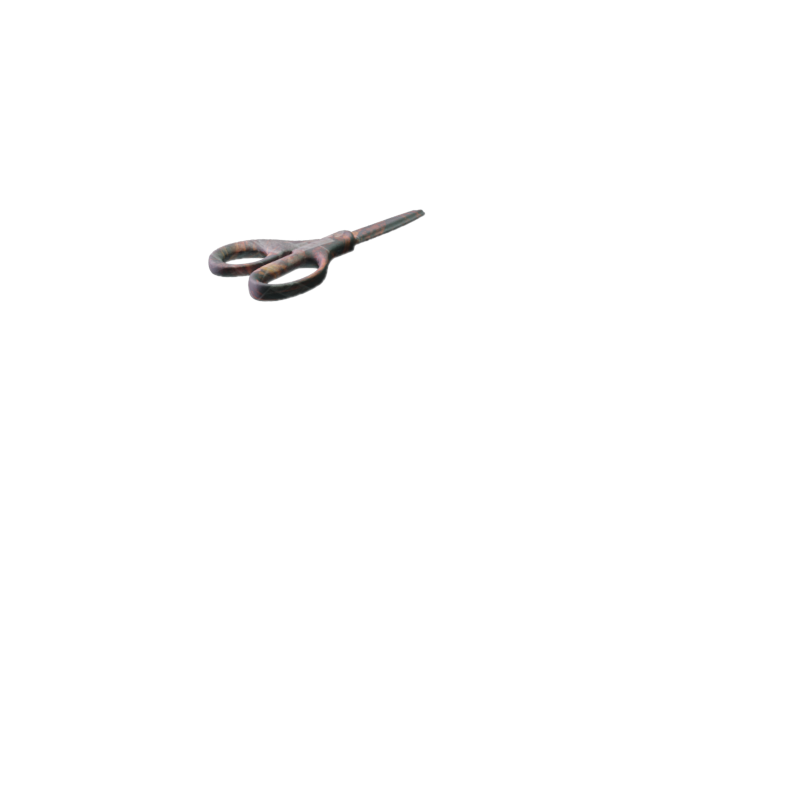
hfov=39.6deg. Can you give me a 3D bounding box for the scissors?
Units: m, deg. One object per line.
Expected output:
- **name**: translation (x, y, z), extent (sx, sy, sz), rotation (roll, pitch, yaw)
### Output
- **scissors**: translation (-0.065, -0.118, 0.826), extent (0.100, 0.015, 0.204), rotation (12, 30, 22)
